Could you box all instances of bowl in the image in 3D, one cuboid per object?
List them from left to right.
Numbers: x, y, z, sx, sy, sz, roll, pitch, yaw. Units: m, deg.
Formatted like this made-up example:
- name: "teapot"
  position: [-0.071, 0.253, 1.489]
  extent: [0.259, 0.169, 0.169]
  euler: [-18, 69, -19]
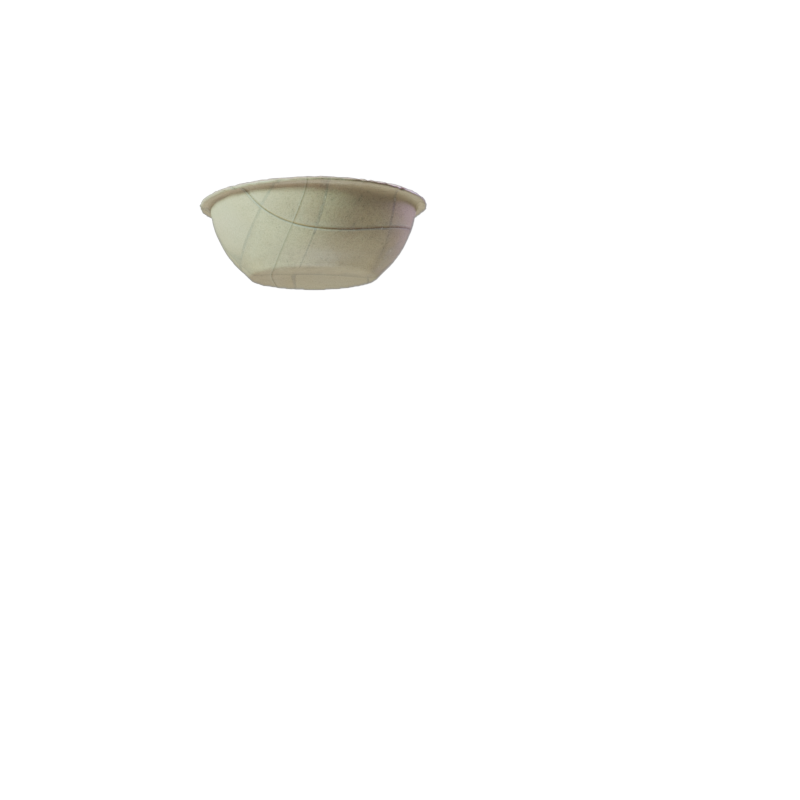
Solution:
- name: "bowl"
  position: [-0.062, -0.113, 0.790]
  extent: [0.162, 0.056, 0.159]
  euler: [0, -5, -2]
